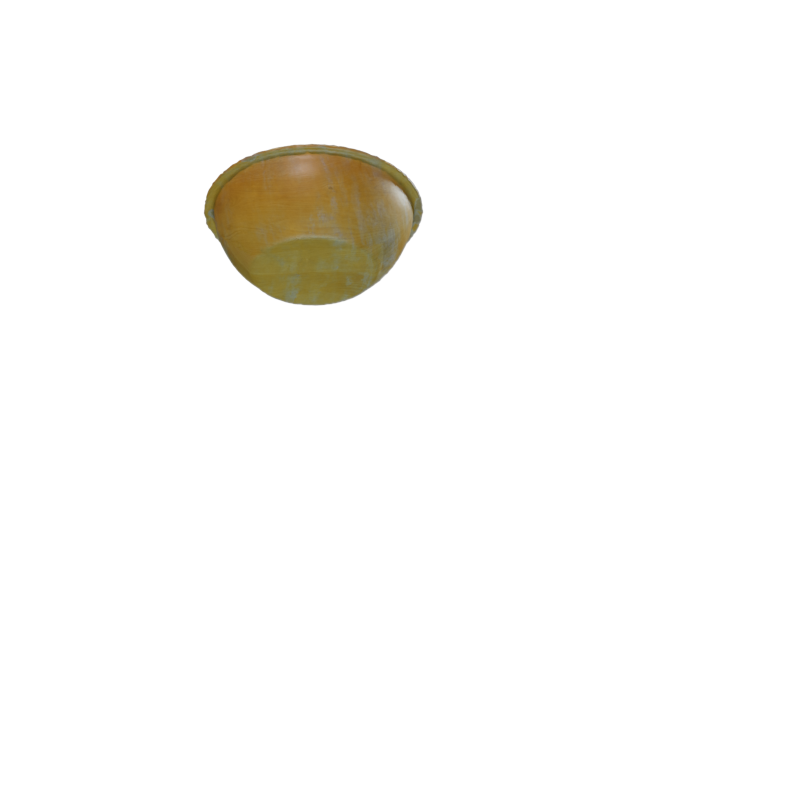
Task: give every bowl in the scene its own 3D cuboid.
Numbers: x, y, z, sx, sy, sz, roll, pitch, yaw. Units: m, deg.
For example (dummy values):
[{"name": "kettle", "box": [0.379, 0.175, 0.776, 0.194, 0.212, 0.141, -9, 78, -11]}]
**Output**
[{"name": "bowl", "box": [-0.063, -0.115, 0.806, 0.162, 0.059, 0.152, 1, -29, -2]}]
